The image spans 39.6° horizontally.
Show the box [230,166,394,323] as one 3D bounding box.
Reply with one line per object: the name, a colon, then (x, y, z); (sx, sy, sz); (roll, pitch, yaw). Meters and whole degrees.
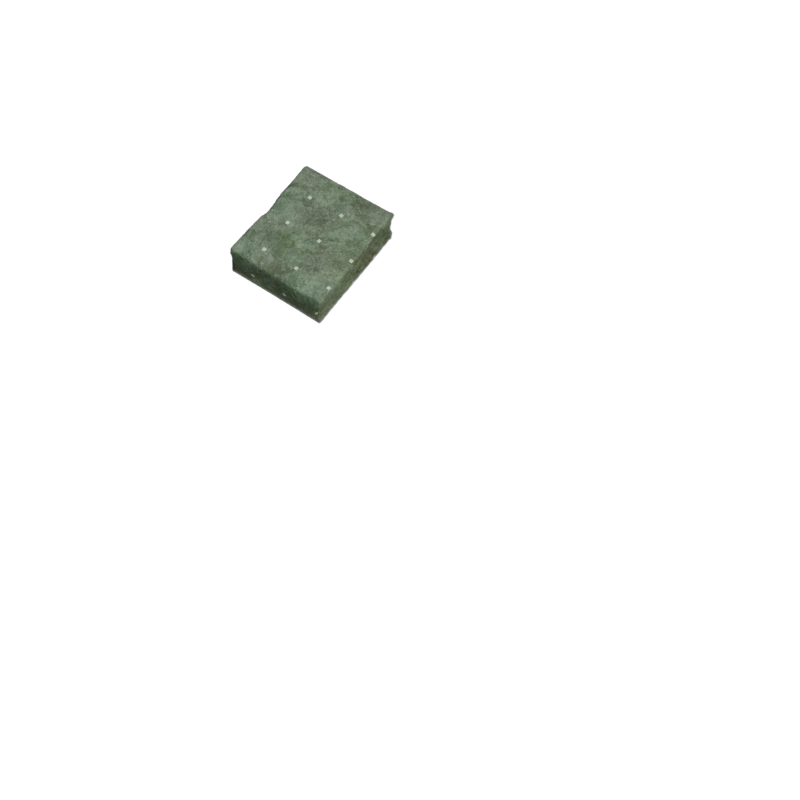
box: (-0.058, -0.105, 0.738); (0.076, 0.091, 0.028); (30, -27, 17)
